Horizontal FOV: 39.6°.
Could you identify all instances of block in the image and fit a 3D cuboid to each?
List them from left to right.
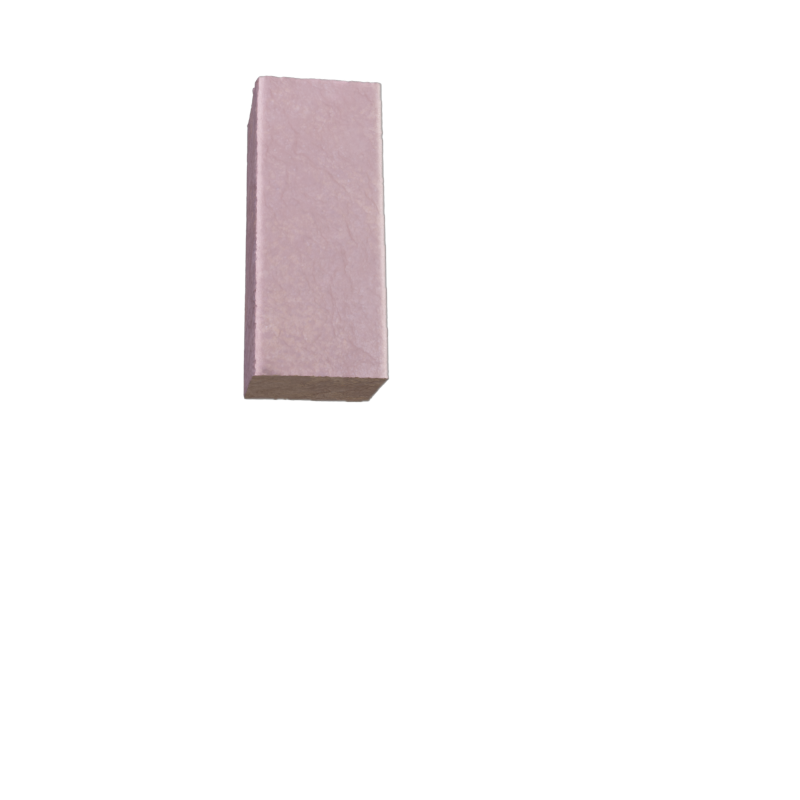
[{"bbox_3d":[-0.061,-0.109,0.766,0.089,0.215,0.088,2,-17,-9],"label":"block"}]
